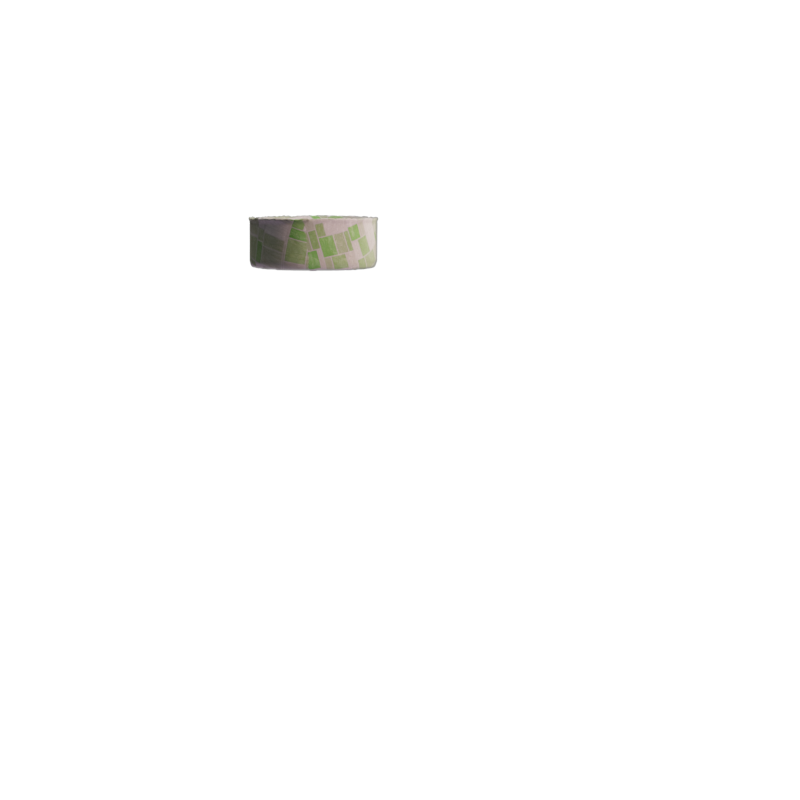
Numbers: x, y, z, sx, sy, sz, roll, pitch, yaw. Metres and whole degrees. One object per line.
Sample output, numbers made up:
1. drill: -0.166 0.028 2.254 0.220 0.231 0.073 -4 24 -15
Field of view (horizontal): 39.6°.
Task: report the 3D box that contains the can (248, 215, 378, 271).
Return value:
1. can: -0.057 -0.105 0.734 0.086 0.033 0.087 0 10 -2
